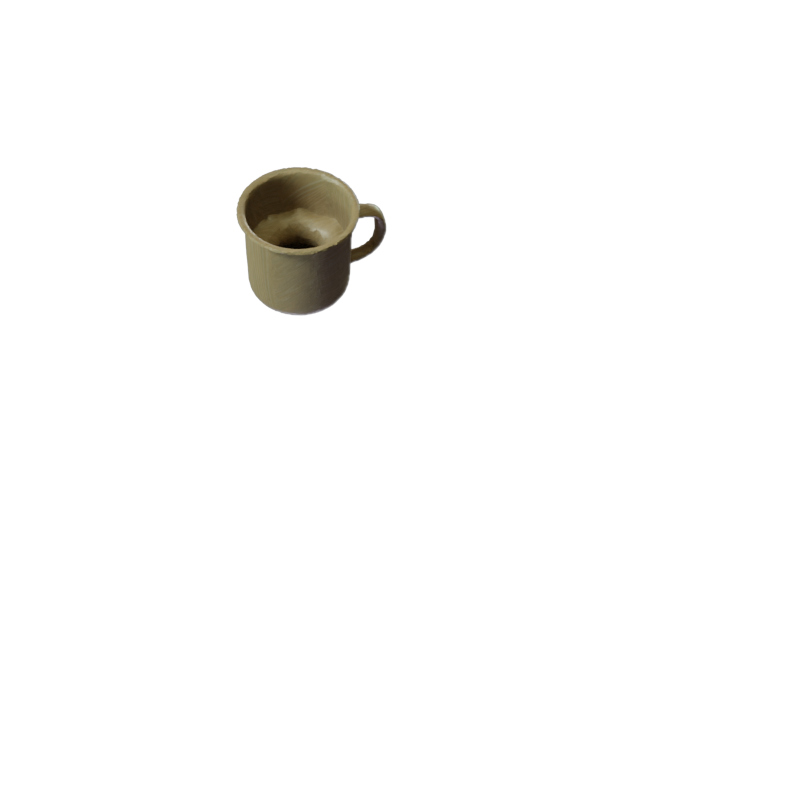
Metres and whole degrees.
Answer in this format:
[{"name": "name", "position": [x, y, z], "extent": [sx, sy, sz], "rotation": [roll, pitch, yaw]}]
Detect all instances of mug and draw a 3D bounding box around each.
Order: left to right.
[{"name": "mug", "position": [-0.068, -0.123, 0.864], "extent": [0.116, 0.101, 0.076], "rotation": [-15, -38, -13]}]
